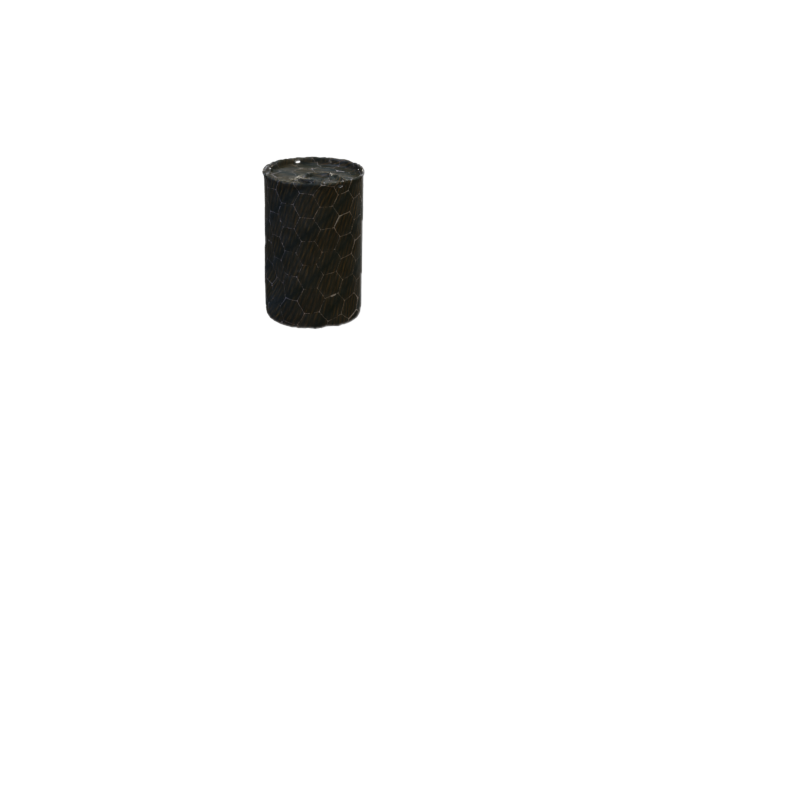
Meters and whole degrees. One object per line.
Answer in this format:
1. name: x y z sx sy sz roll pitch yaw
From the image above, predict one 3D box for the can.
1. can: -0.059 -0.107 0.751 0.068 0.098 0.072 0 22 -2
